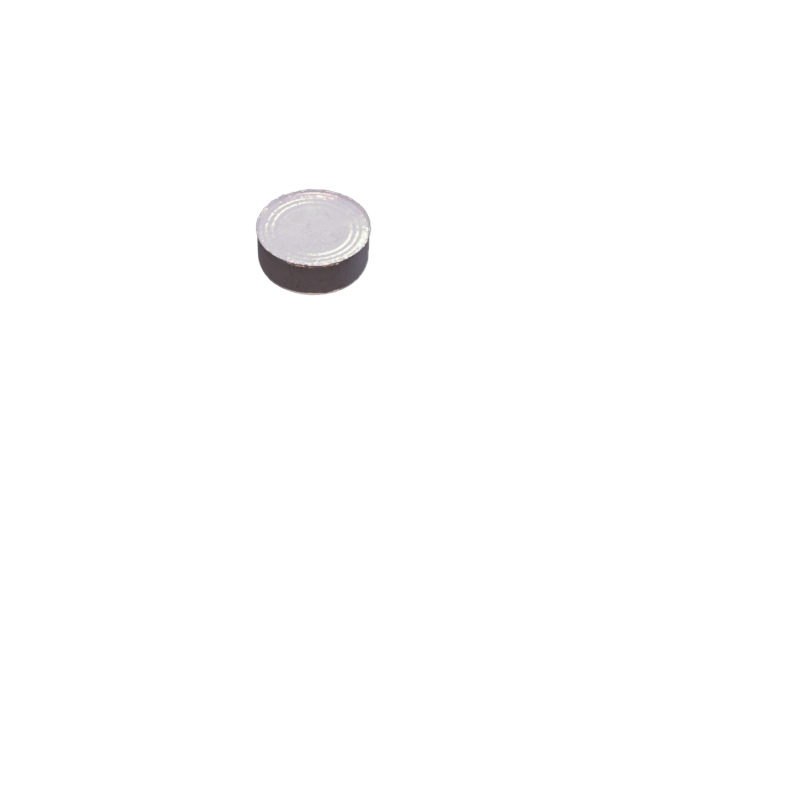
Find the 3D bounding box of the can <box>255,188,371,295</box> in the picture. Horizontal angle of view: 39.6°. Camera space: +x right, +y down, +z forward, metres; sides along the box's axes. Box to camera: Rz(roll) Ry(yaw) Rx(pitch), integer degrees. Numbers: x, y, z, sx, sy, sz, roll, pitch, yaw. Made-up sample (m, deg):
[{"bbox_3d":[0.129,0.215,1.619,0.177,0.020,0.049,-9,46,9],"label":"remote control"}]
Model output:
[{"bbox_3d":[-0.065,-0.119,0.836,0.086,0.092,0.031,-1,-43,-1],"label":"can"}]
